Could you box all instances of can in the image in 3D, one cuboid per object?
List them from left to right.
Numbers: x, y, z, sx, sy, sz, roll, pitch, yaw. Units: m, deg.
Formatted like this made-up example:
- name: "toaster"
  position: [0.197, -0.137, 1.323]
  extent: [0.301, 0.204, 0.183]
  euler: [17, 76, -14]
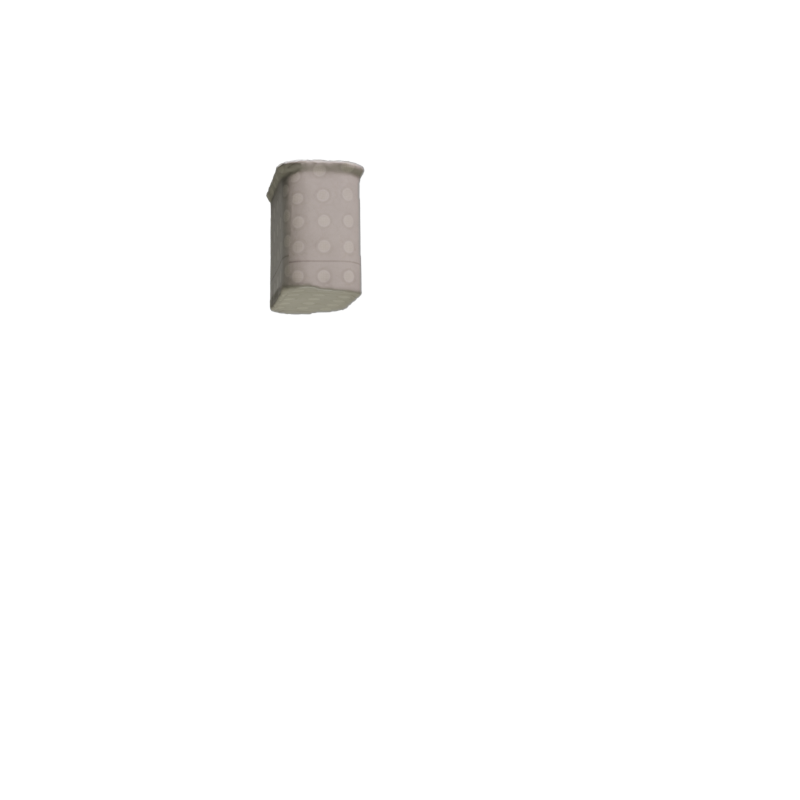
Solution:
- name: "can"
  position: [-0.058, -0.105, 0.736]
  extent: [0.057, 0.086, 0.101]
  euler: [1, -8, -11]
